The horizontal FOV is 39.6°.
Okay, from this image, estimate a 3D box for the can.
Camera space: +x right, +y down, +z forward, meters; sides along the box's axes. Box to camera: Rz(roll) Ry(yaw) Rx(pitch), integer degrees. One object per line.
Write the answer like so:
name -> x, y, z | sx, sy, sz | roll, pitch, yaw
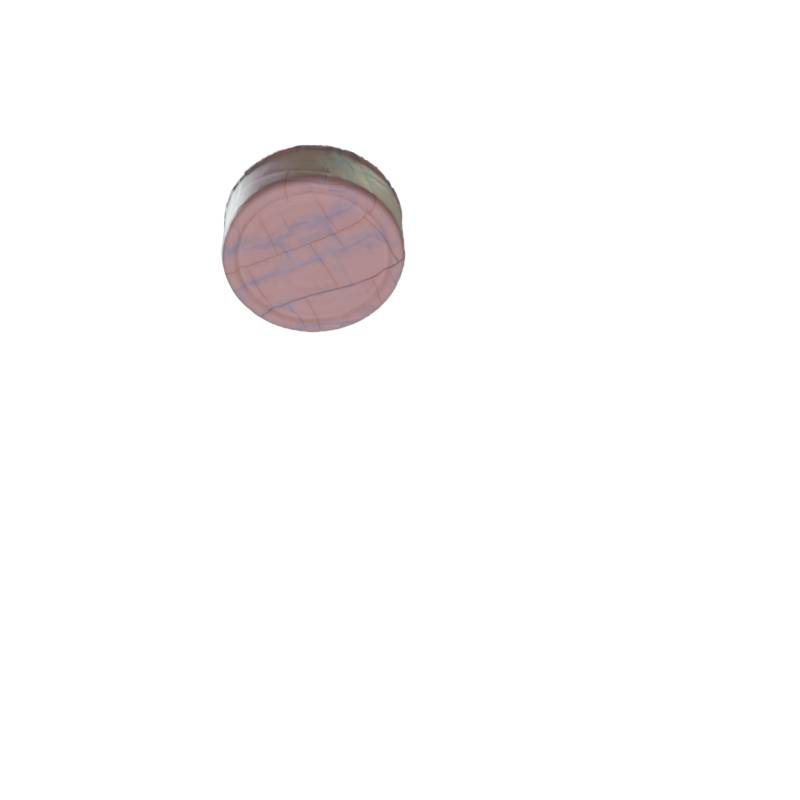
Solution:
can -> -0.041, -0.074, 0.519 | 0.086, 0.080, 0.036 | 1, 35, -1
